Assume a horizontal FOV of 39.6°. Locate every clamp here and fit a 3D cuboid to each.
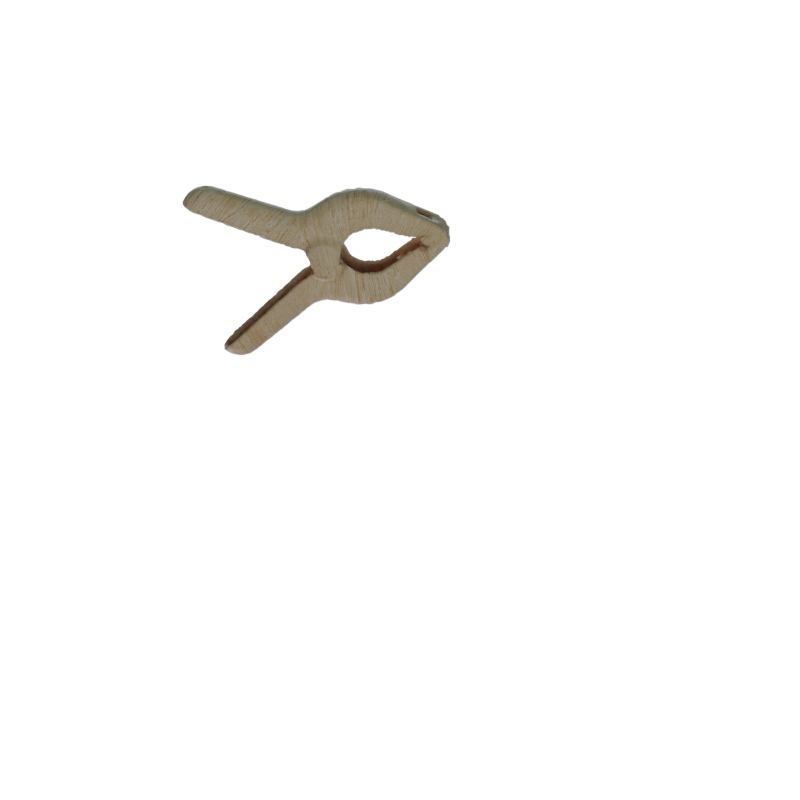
[{"bbox_3d":[-0.057,-0.104,0.725,0.172,0.113,0.042,-18,27,10],"label":"clamp"}]
